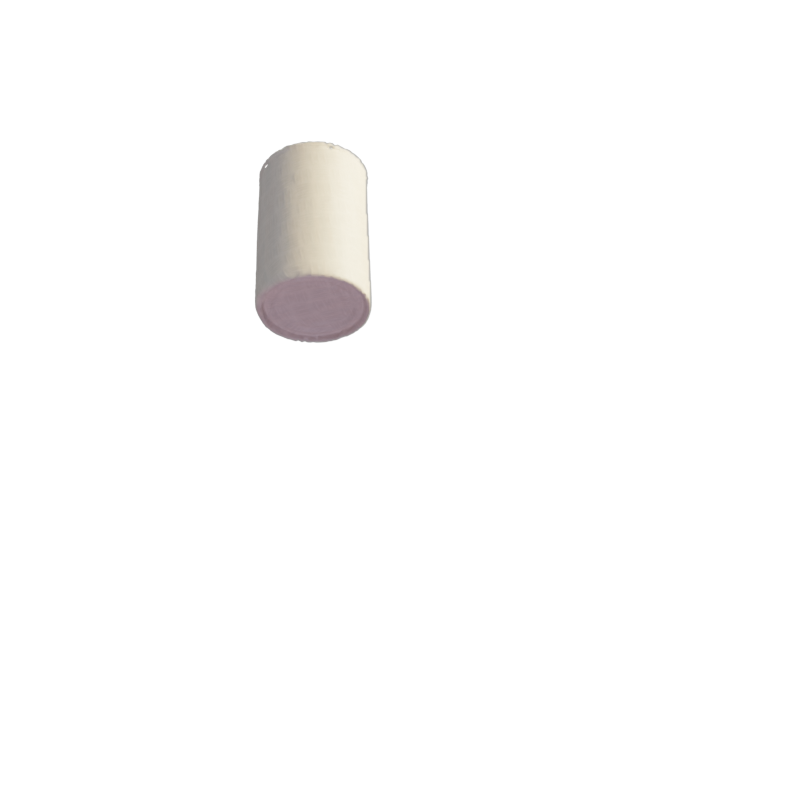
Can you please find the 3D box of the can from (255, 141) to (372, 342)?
[{"bbox_3d":[-0.052,-0.094,0.659,0.068,0.109,0.064,-1,-36,-2],"label":"can"}]
